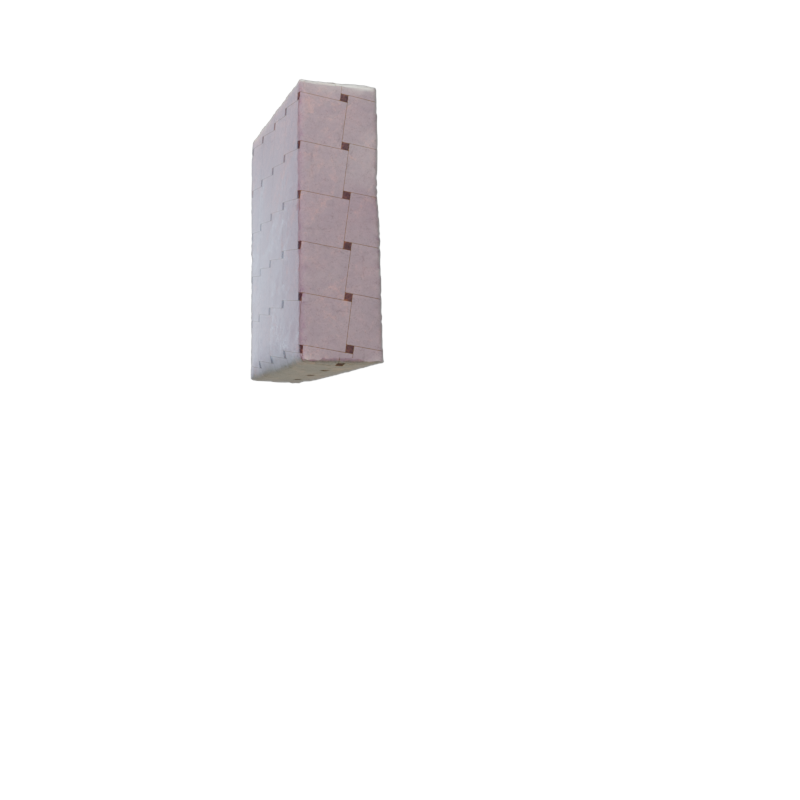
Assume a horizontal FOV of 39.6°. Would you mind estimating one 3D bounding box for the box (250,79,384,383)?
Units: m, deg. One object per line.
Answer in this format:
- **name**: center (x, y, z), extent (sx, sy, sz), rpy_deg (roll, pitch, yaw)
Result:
- **box**: center (-0.070, -0.127, 0.889), extent (0.070, 0.220, 0.164), rpy_deg (3, -10, -20)
